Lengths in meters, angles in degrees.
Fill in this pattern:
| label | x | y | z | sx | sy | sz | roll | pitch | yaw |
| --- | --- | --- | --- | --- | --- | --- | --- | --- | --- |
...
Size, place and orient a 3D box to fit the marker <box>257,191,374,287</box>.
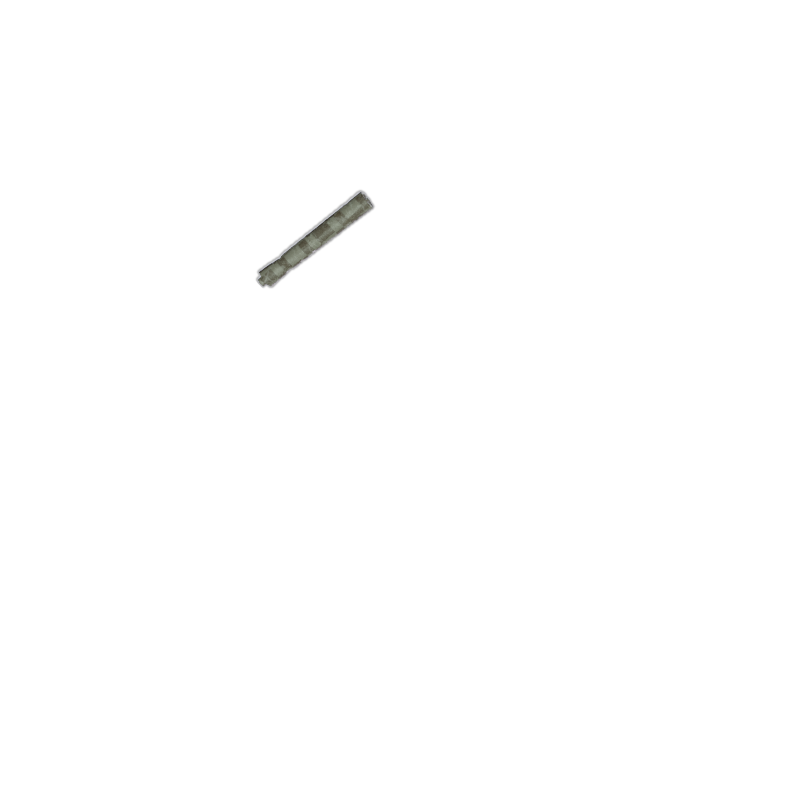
| label | x | y | z | sx | sy | sz | roll | pitch | yaw |
| --- | --- | --- | --- | --- | --- | --- | --- | --- | --- |
| marker | -0.075 | -0.137 | 0.962 | 0.120 | 0.020 | 0.019 | -36 | -5 | 12 |
